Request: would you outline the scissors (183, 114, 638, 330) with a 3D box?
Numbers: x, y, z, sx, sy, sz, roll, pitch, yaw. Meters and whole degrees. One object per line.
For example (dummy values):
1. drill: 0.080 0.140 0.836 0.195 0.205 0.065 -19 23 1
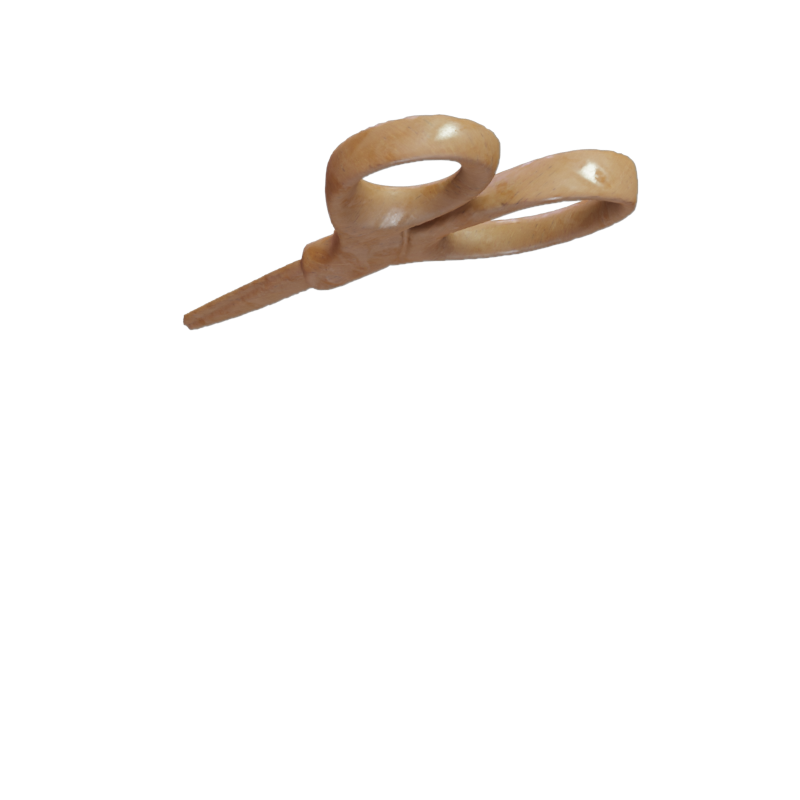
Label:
1. scissors: -0.028 -0.050 0.353 0.206 0.016 0.090 -9 -16 35
